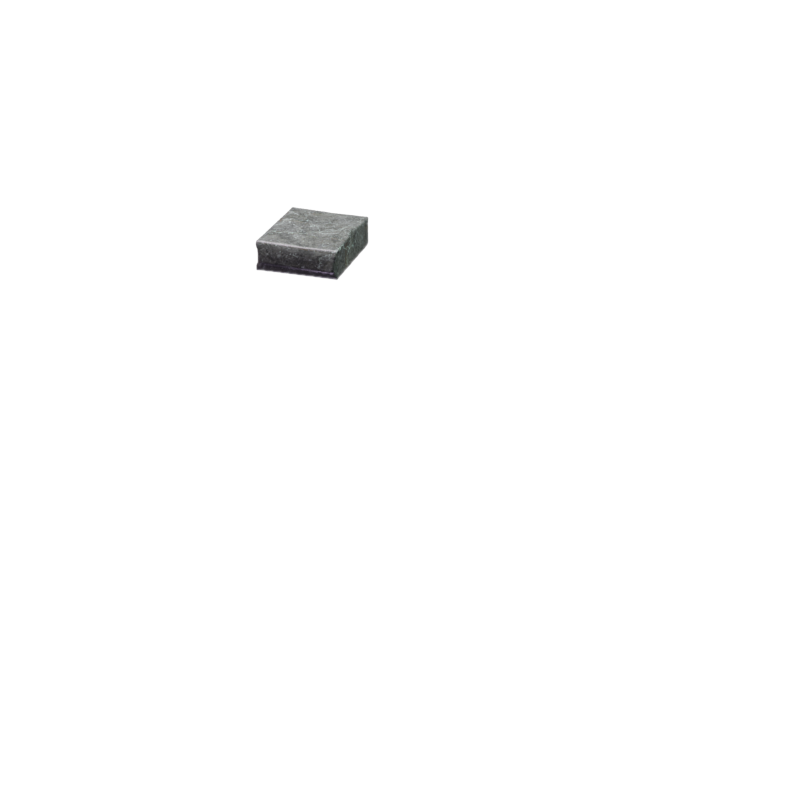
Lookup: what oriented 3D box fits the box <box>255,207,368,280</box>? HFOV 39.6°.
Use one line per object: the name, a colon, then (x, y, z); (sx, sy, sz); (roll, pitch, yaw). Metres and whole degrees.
box: (-0.075, -0.136, 0.955); (0.075, 0.029, 0.092); (9, 29, 16)
